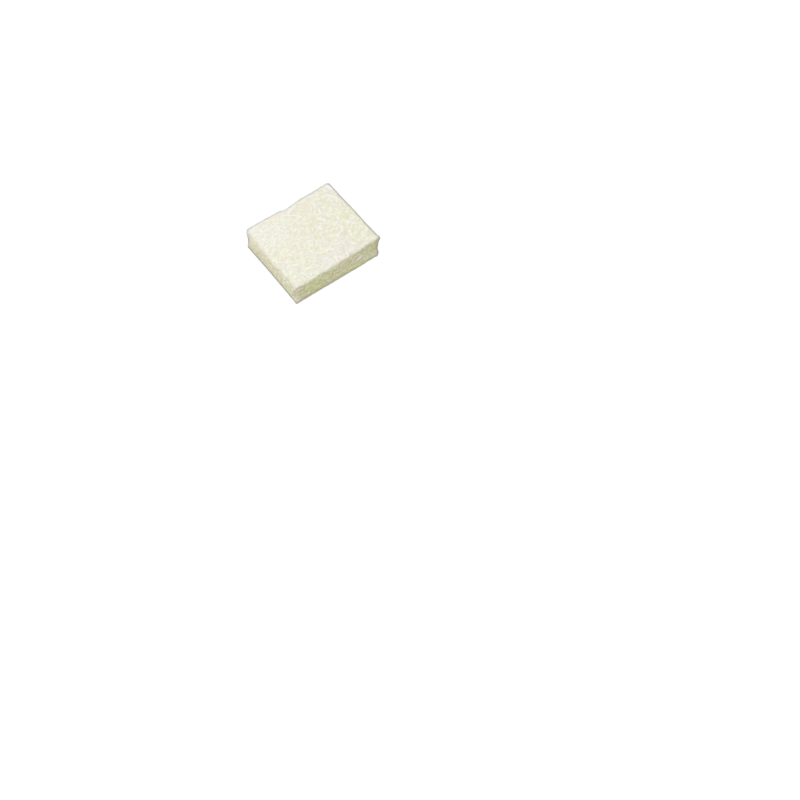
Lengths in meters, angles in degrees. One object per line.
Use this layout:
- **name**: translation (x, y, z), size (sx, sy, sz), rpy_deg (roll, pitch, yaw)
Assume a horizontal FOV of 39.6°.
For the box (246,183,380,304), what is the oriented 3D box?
- **box**: translation (-0.073, -0.134, 0.935), size (0.089, 0.078, 0.028), rpy_deg (-32, -27, -19)
